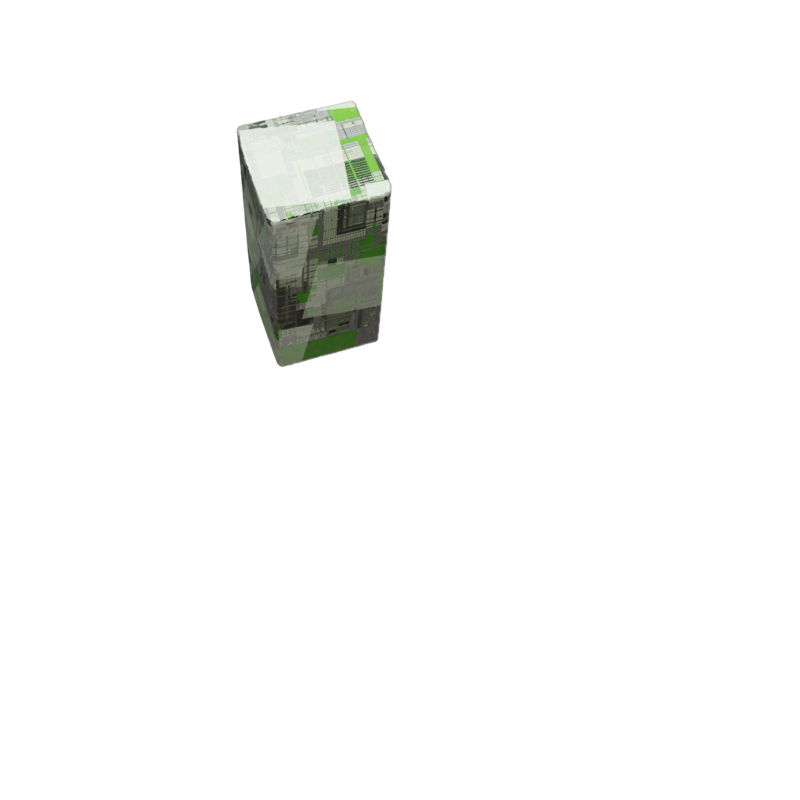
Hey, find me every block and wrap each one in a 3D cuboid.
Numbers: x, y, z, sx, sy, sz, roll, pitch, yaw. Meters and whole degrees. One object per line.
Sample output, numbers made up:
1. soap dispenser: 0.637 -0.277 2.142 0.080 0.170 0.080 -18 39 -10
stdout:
1. block: -0.067 -0.121 0.851 0.090 0.097 0.194 -15 -28 -12
